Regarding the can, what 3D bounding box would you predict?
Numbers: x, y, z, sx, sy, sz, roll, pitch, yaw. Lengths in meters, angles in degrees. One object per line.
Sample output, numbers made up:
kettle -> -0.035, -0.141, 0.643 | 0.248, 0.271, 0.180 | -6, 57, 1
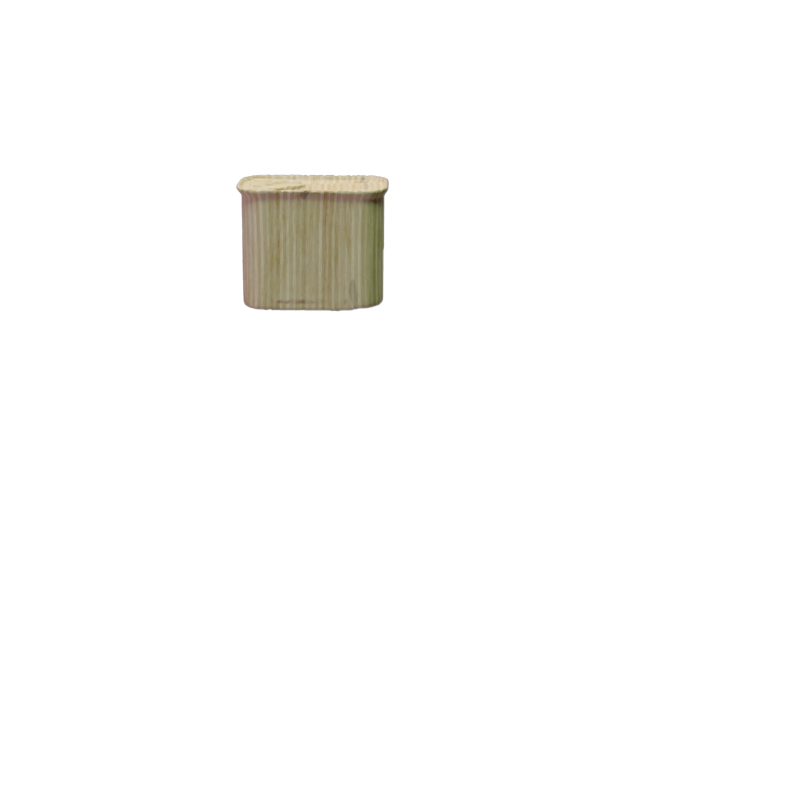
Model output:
can -> -0.059, -0.108, 0.758 | 0.102, 0.081, 0.059 | 1, 17, 2
